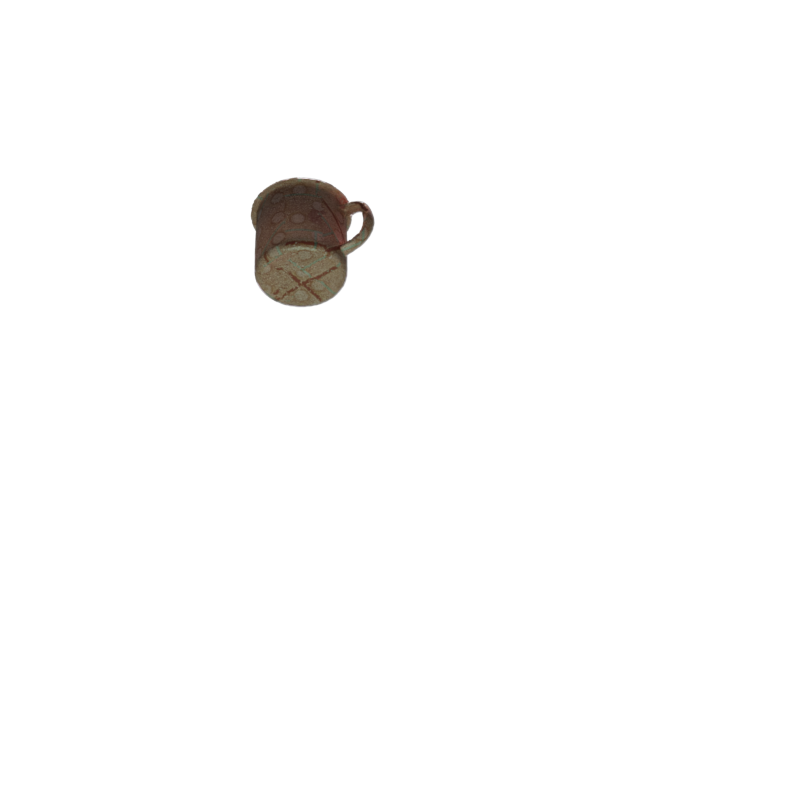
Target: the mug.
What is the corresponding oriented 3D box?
[{"bbox_3d":[-0.077,-0.140,0.983,0.118,0.087,0.086,-16,-44,16],"label":"mug"}]
